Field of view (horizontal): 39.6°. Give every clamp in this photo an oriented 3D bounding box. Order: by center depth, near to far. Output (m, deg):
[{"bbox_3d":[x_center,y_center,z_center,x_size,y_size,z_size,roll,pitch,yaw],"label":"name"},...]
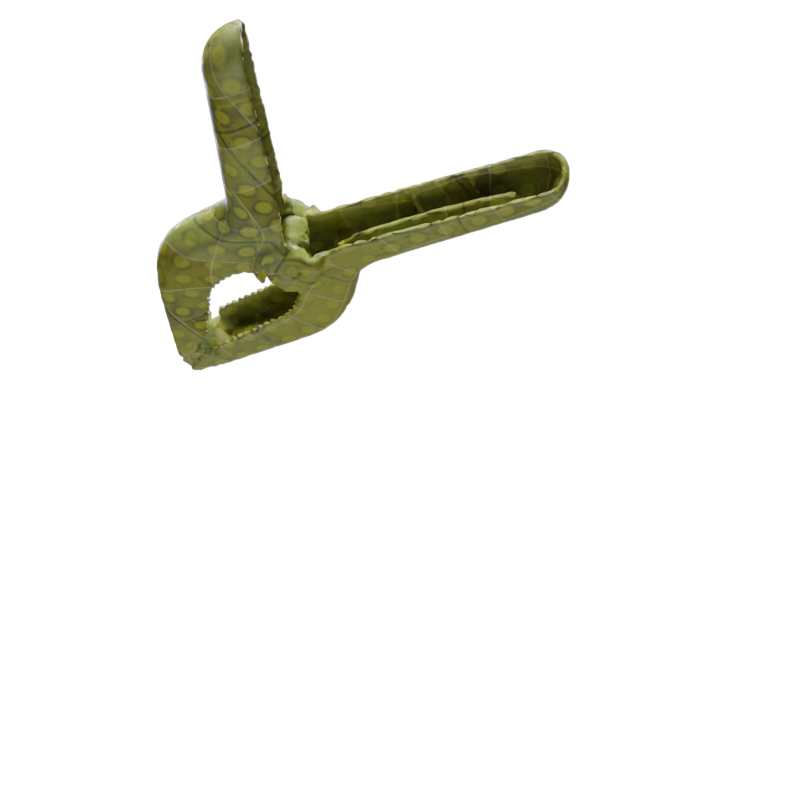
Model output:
[{"bbox_3d":[-0.039,-0.071,0.496,0.159,0.039,0.204,14,-35,-22],"label":"clamp"}]
